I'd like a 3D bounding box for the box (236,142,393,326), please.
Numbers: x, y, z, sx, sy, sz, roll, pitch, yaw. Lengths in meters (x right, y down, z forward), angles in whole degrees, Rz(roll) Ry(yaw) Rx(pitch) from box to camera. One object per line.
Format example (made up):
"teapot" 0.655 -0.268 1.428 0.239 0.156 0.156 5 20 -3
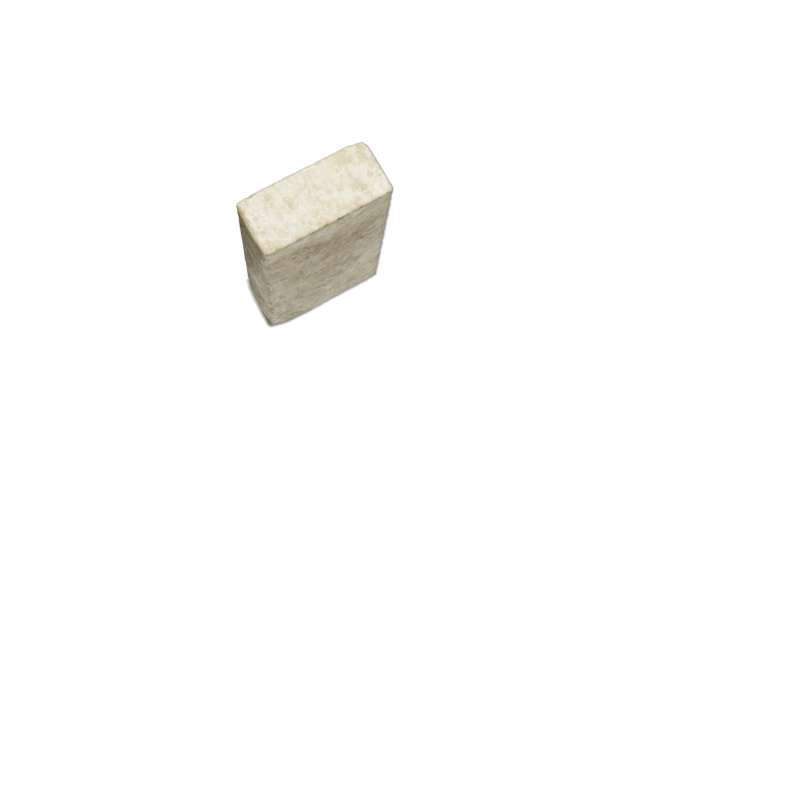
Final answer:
"box" -0.059 -0.108 0.755 0.093 0.050 0.169 -29 -11 -10
